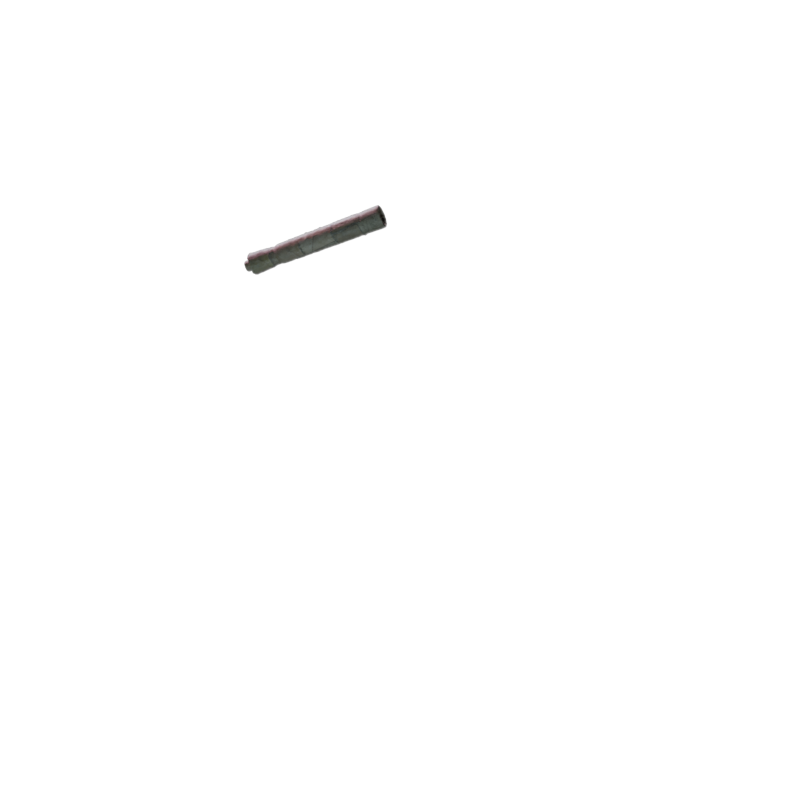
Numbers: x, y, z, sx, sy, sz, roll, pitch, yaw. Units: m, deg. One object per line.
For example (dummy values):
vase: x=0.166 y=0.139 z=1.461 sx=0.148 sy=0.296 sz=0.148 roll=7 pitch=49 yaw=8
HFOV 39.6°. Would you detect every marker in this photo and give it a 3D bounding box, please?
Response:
marker: x=-0.069 y=-0.127 z=0.887 sx=0.122 sy=0.020 sz=0.019 roll=-18 pitch=-1 yaw=16
